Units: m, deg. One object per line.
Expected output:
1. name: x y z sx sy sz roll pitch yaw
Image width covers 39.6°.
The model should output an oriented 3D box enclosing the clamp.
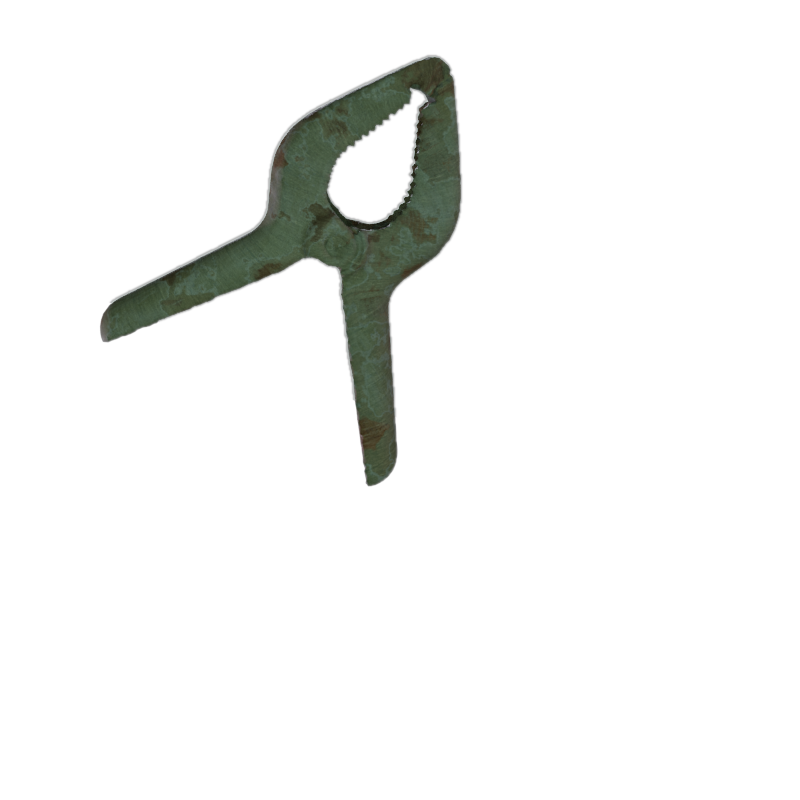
1. clamp: -0.043 -0.078 0.544 0.163 0.206 0.037 23 10 -4
